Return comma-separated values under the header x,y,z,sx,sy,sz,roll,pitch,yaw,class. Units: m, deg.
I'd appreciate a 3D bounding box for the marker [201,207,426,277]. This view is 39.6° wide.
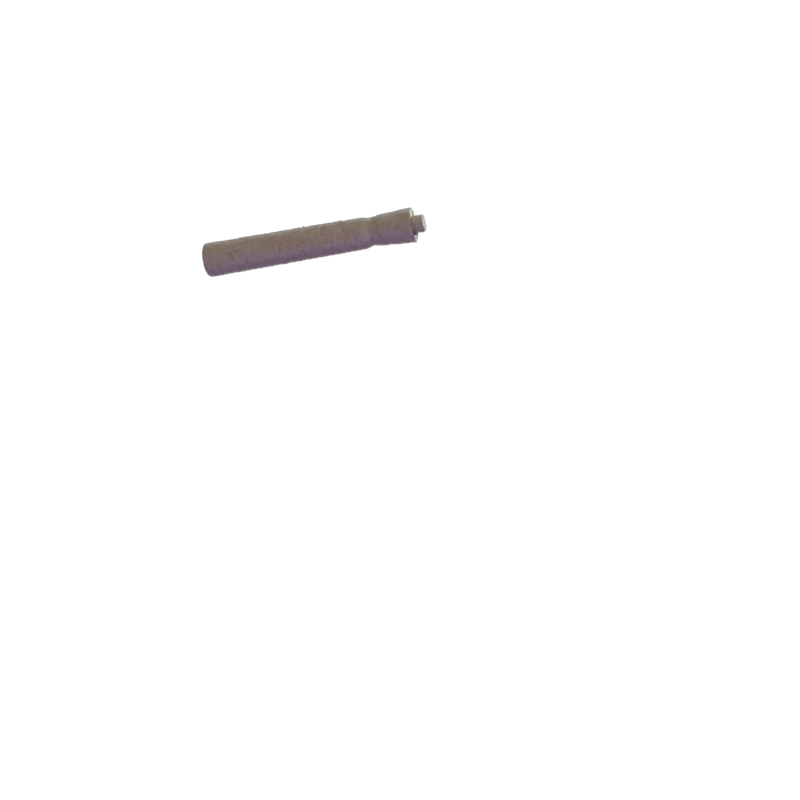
x,y,z,sx,sy,sz,roll,pitch,yaw,class
-0.046,-0.084,0.591,0.122,0.020,0.019,-8,2,14,marker
